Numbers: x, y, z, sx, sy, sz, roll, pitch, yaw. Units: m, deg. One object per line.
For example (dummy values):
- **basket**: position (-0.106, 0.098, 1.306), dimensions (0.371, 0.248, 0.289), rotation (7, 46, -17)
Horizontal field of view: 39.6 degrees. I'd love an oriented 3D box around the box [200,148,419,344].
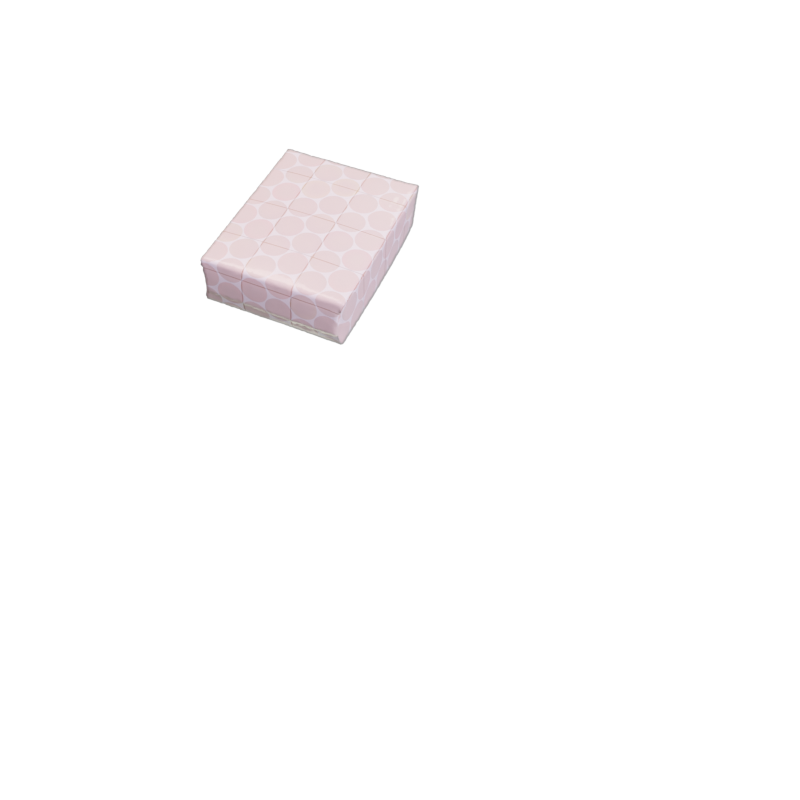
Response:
- **box**: position (-0.051, -0.093, 0.654), dimensions (0.093, 0.036, 0.118), rotation (18, 48, 16)
